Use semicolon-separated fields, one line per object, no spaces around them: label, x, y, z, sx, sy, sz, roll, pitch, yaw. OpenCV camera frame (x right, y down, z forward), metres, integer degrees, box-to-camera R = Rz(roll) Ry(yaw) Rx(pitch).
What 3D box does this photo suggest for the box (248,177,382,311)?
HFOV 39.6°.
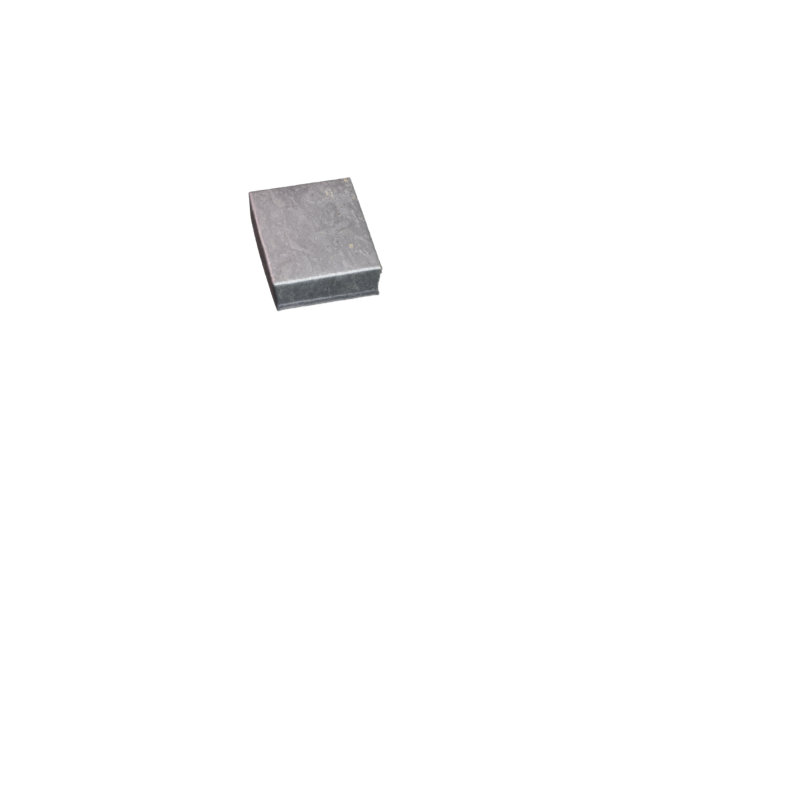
box;-0.072;-0.131;0.919;0.089;0.123;0.036;-11;-37;-9
